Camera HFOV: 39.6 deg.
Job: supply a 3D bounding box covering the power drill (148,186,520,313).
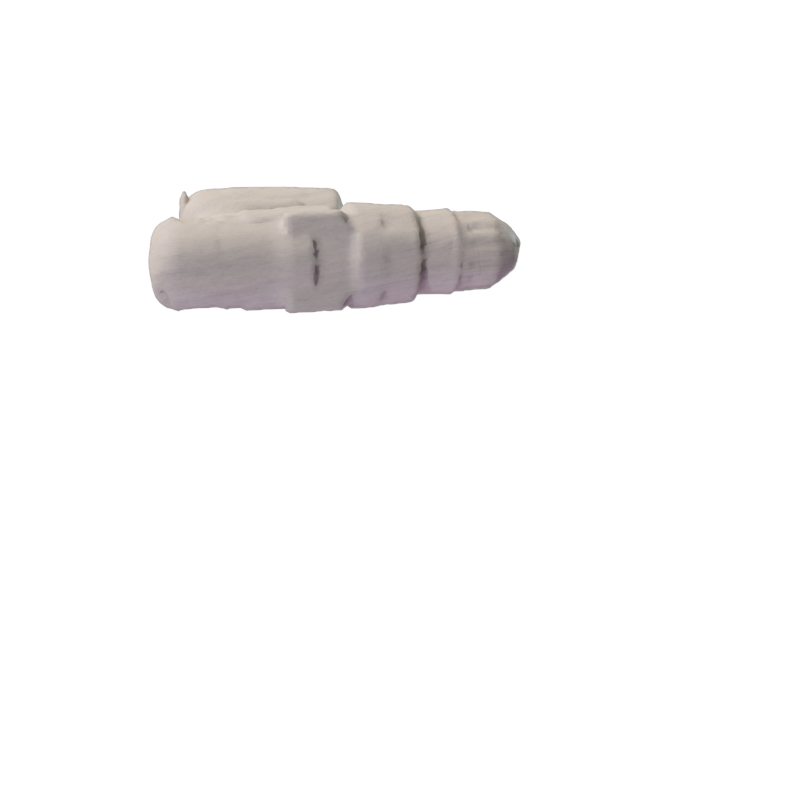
[{"bbox_3d":[-0.048,-0.087,0.612,0.182,0.056,0.194,-2,12,-12],"label":"power drill"}]
